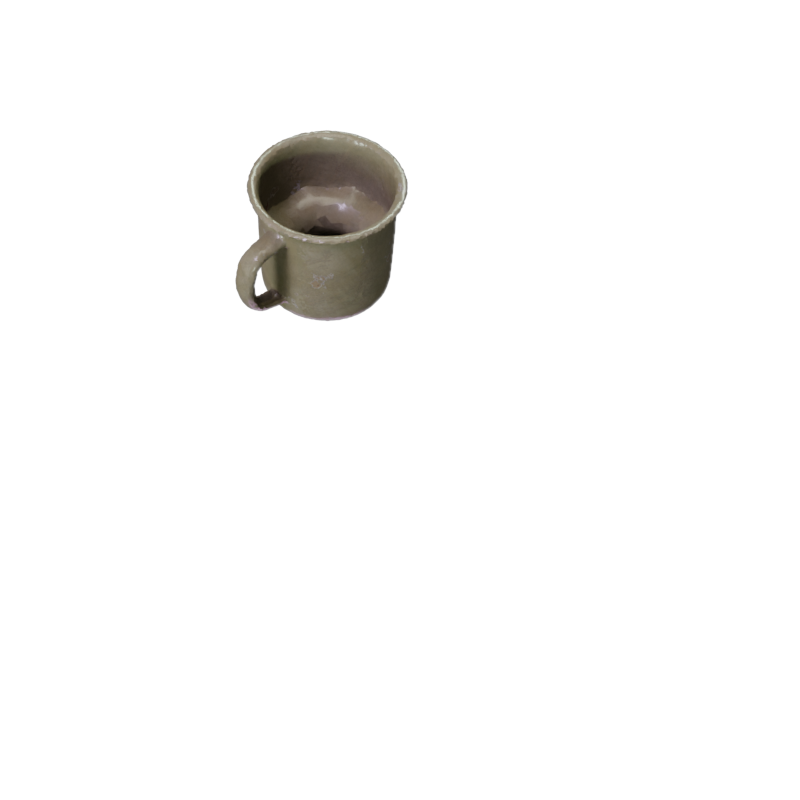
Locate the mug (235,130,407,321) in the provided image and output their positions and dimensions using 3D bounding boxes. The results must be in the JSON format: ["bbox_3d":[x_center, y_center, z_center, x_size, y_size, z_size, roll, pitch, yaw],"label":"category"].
[{"bbox_3d":[-0.052,-0.095,0.664,0.098,0.076,0.119,34,58,23],"label":"mug"}]
